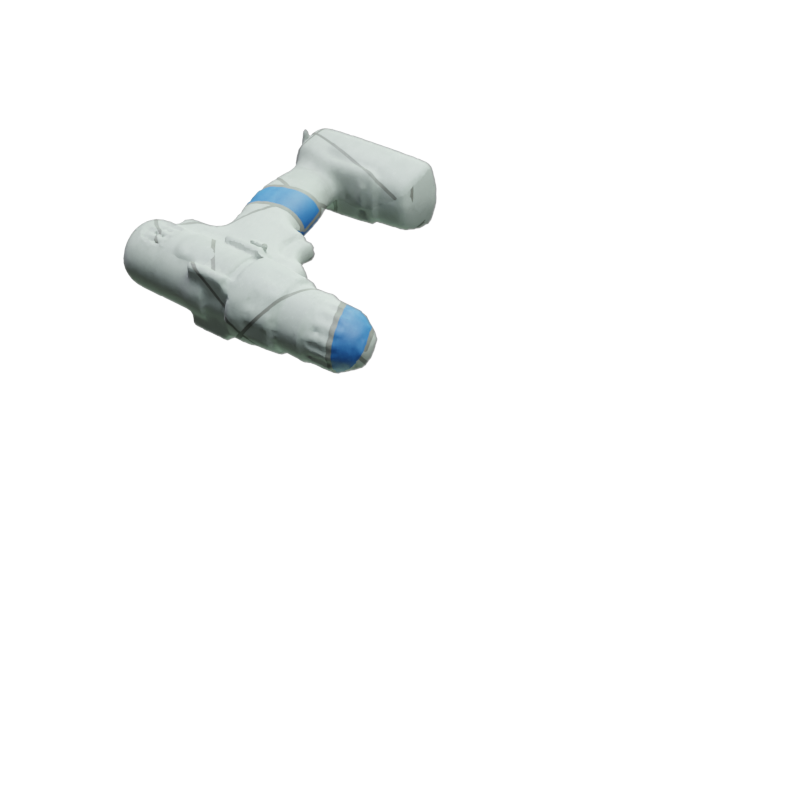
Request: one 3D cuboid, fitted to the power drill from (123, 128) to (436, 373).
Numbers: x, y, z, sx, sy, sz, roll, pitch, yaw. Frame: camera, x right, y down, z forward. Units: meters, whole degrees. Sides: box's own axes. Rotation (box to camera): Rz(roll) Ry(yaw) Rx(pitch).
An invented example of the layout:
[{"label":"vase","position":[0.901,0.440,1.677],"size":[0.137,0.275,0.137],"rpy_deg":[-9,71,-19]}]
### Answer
[{"label":"power drill","position":[-0.056,-0.102,0.717],"size":[0.195,0.054,0.190],"rpy_deg":[25,46,26]}]
